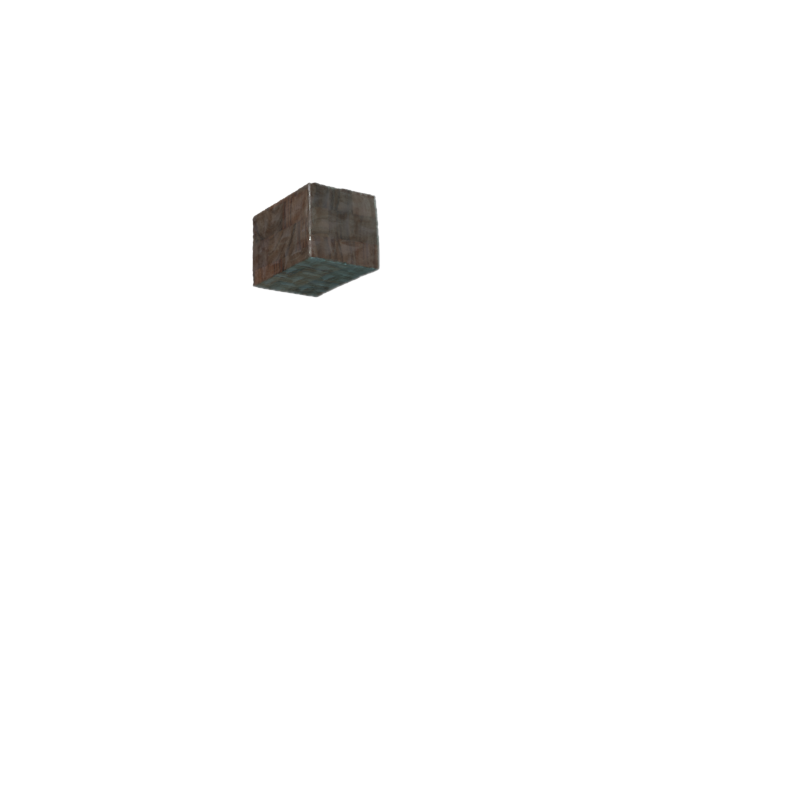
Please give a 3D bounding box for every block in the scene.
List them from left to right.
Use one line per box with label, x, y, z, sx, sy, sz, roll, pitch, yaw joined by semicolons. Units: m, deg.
block;-0.057;-0.103;0.722;0.050;0.053;0.079;9;-16;-34
